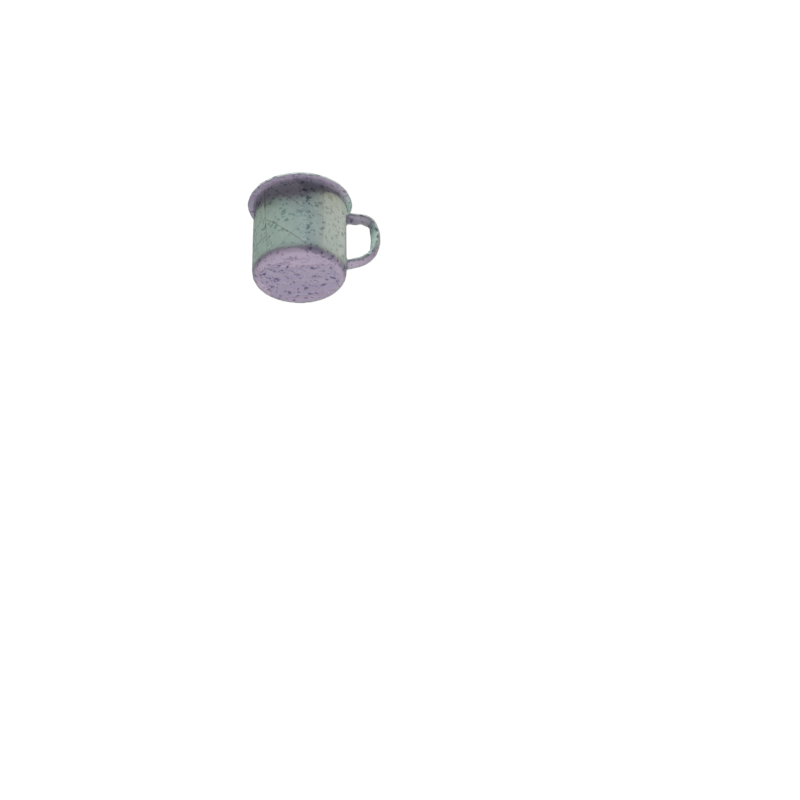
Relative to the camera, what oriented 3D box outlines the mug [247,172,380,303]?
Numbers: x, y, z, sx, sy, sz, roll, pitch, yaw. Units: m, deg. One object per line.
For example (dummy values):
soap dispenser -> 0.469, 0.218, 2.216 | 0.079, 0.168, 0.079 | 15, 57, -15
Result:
mug -> -0.076, -0.138, 0.968 | 0.117, 0.087, 0.087 | 1, -33, -3
